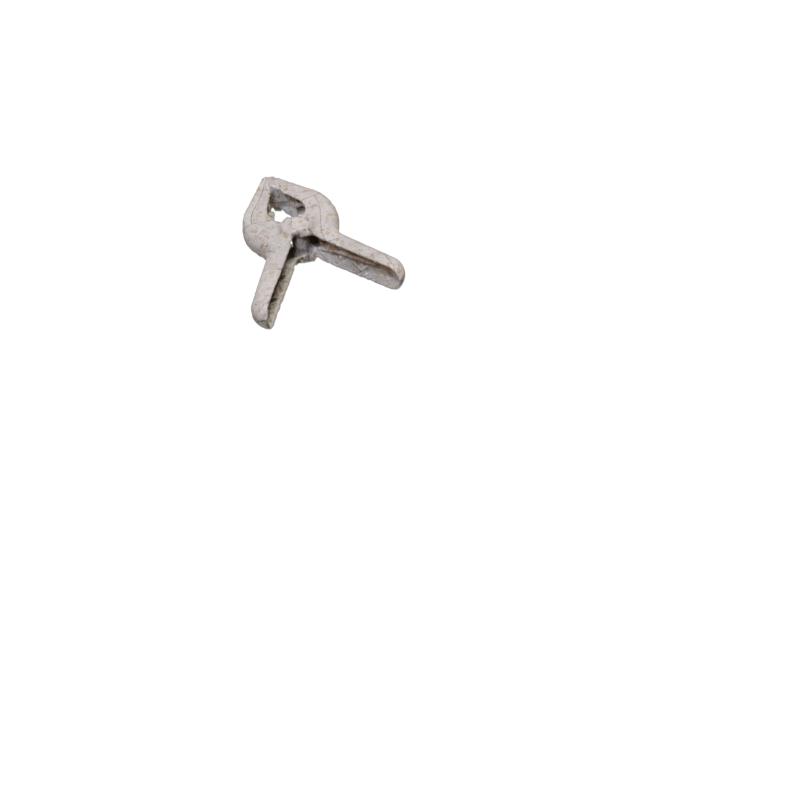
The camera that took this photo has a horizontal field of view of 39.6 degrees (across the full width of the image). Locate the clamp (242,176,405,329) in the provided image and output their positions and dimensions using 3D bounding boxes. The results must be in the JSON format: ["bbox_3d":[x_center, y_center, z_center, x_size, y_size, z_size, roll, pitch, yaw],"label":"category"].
[{"bbox_3d":[-0.069,-0.126,0.886,0.119,0.036,0.185,-8,44,-9],"label":"clamp"}]
